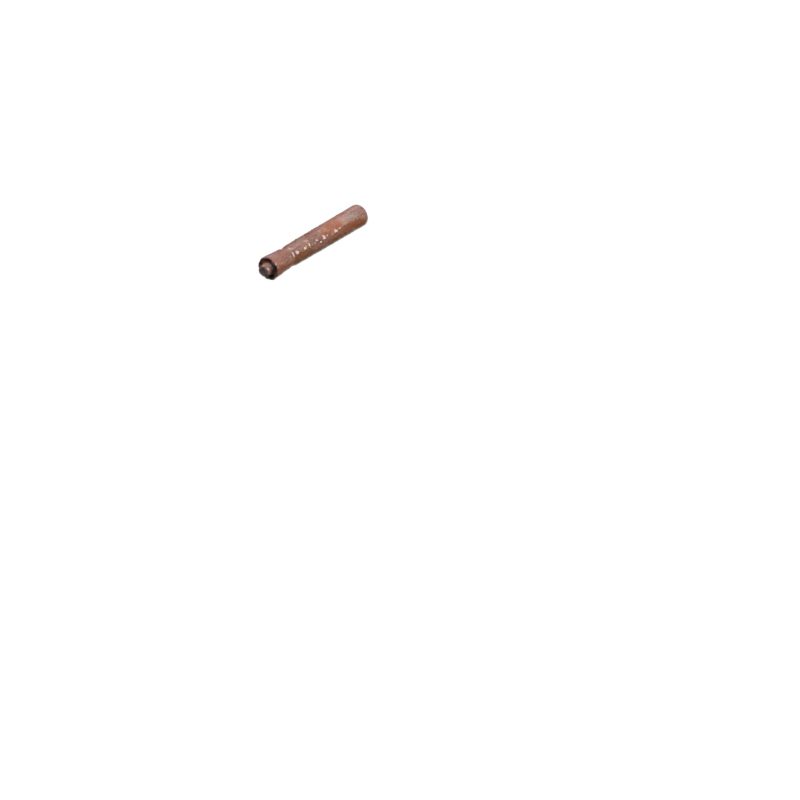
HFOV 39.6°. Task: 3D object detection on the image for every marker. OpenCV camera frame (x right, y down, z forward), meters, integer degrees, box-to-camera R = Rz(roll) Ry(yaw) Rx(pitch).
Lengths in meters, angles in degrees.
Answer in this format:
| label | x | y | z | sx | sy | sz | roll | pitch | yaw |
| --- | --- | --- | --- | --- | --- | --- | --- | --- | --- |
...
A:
| label | x | y | z | sx | sy | sz | roll | pitch | yaw |
| --- | --- | --- | --- | --- | --- | --- | --- | --- | --- |
| marker | -0.067 | -0.122 | 0.856 | 0.021 | 0.019 | 0.122 | 3 | 29 | 38 |
